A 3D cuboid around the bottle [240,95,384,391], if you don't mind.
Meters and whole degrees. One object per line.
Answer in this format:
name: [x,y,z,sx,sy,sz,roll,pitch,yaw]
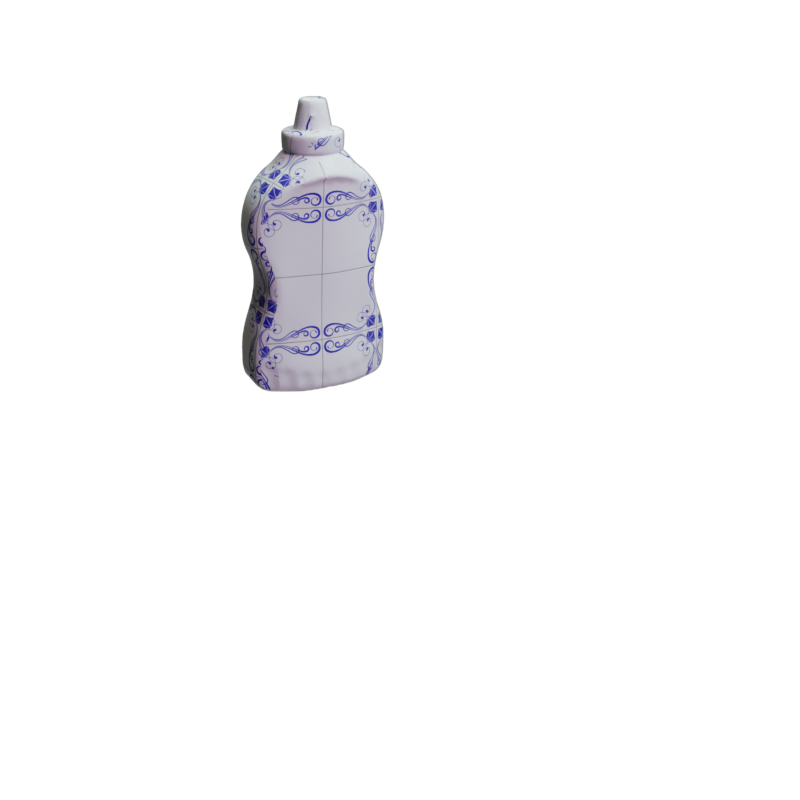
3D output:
bottle: [-0.058,-0.105,0.735,0.094,0.184,0.062,-8,21,-23]
